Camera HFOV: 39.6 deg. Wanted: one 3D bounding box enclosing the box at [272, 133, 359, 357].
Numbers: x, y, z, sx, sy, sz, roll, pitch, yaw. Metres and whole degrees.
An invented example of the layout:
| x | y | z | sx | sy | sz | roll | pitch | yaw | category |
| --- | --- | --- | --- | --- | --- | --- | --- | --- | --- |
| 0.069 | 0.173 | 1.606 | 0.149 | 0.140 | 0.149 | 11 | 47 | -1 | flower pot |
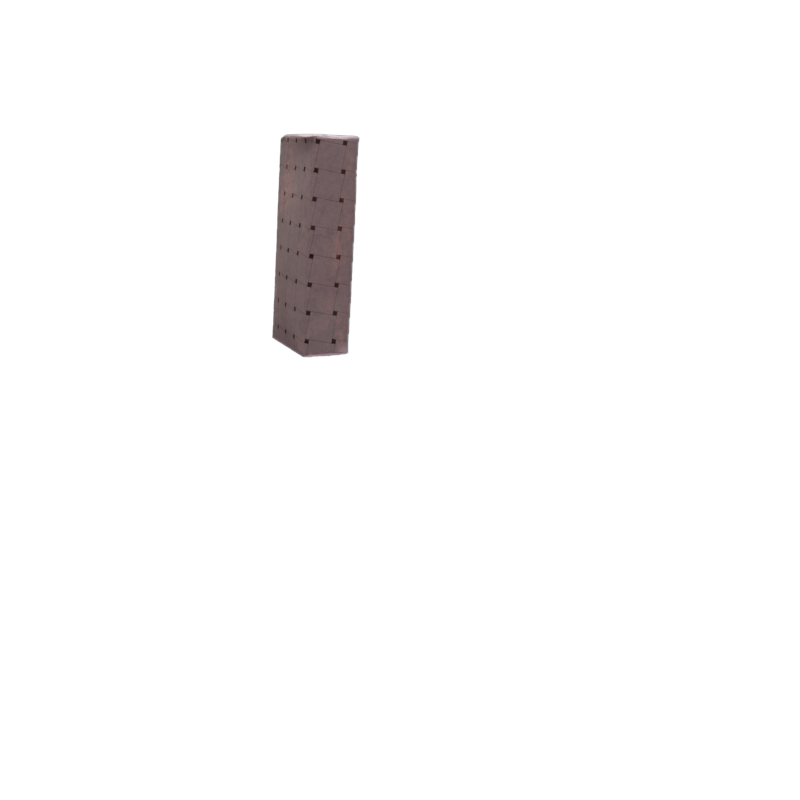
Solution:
| x | y | z | sx | sy | sz | roll | pitch | yaw | category |
| --- | --- | --- | --- | --- | --- | --- | --- | --- | --- |
| -0.072 | -0.130 | 0.910 | 0.047 | 0.174 | 0.097 | -2 | 7 | -22 | box |
